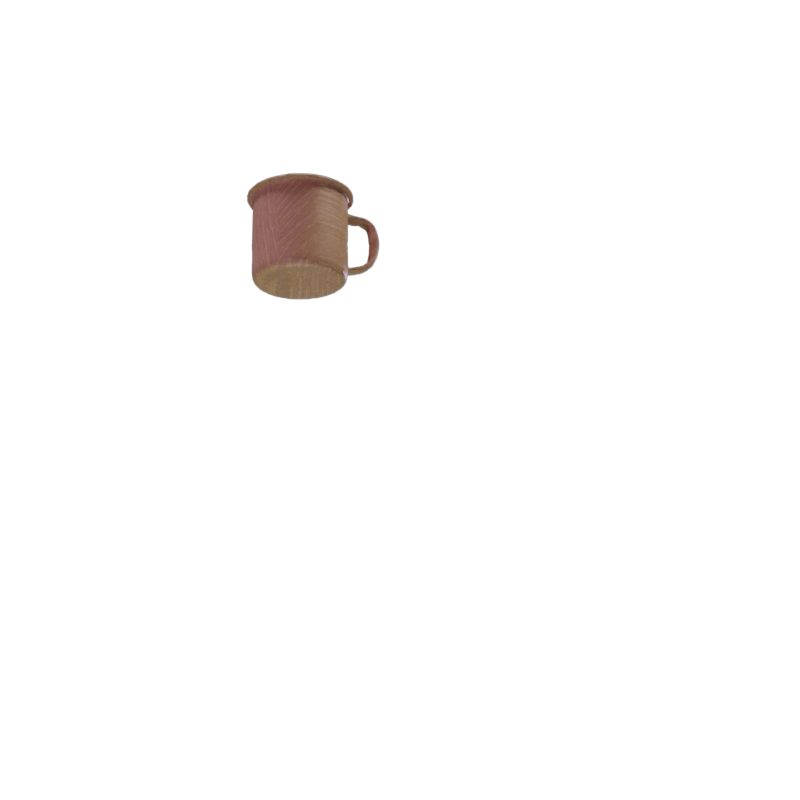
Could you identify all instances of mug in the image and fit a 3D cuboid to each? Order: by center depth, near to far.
[{"bbox_3d":[-0.075,-0.136,0.952,0.114,0.086,0.091,6,-22,-18],"label":"mug"}]
